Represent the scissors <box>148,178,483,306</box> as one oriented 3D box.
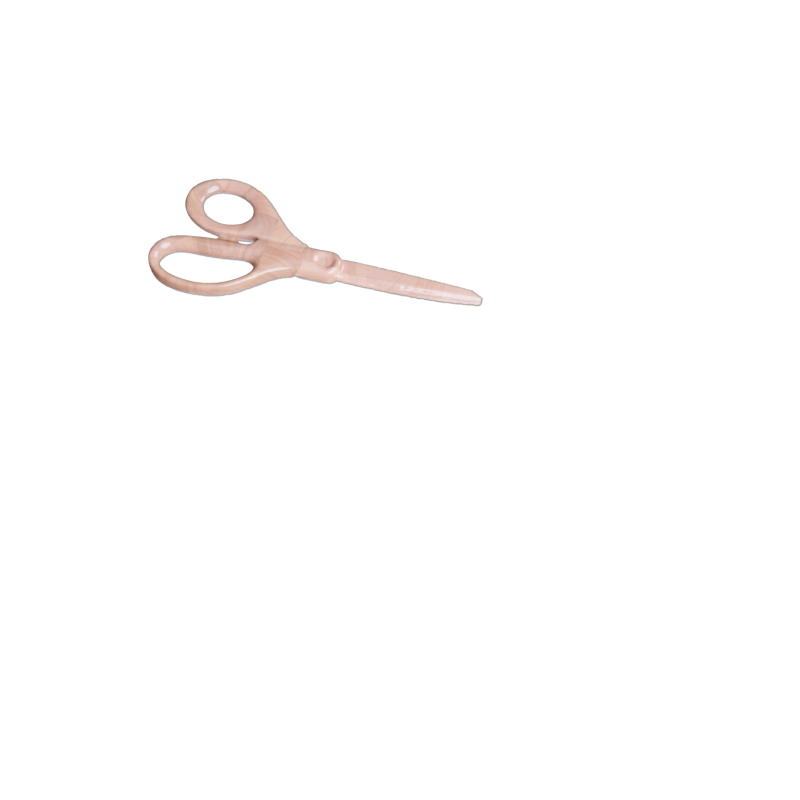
[{"bbox_3d":[-0.054,-0.098,0.689,0.201,0.103,0.015,-1,-35,0],"label":"scissors"}]
